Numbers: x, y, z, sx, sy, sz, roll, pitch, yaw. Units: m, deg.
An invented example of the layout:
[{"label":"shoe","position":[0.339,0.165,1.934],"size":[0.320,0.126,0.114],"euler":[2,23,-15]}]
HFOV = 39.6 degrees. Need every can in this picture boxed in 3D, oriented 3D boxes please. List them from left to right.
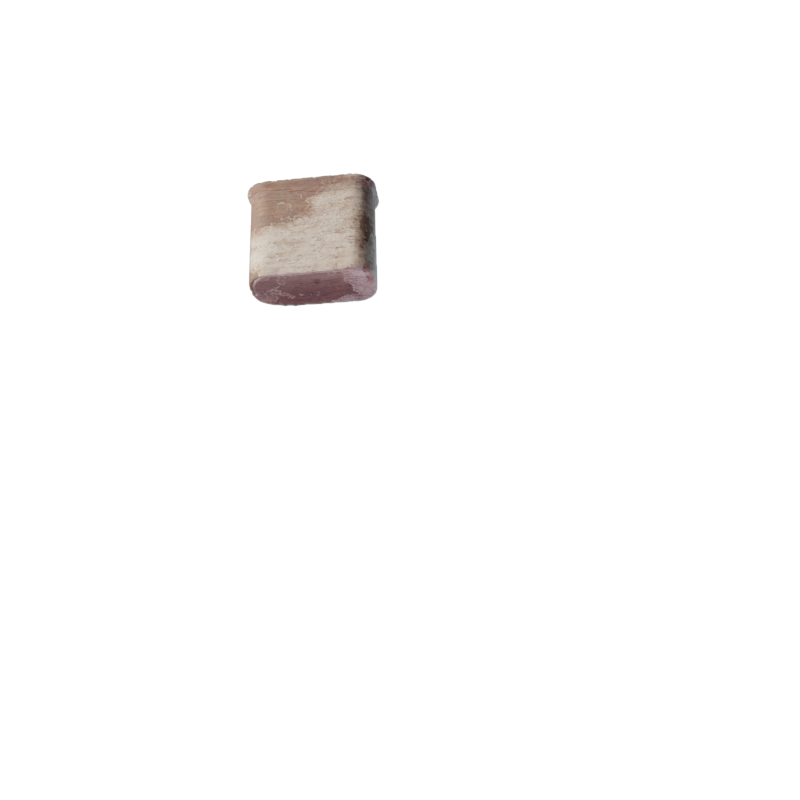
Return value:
[{"label":"can","position":[-0.067,-0.122,0.858],"size":[0.103,0.089,0.054],"euler":[-5,-29,7]}]
